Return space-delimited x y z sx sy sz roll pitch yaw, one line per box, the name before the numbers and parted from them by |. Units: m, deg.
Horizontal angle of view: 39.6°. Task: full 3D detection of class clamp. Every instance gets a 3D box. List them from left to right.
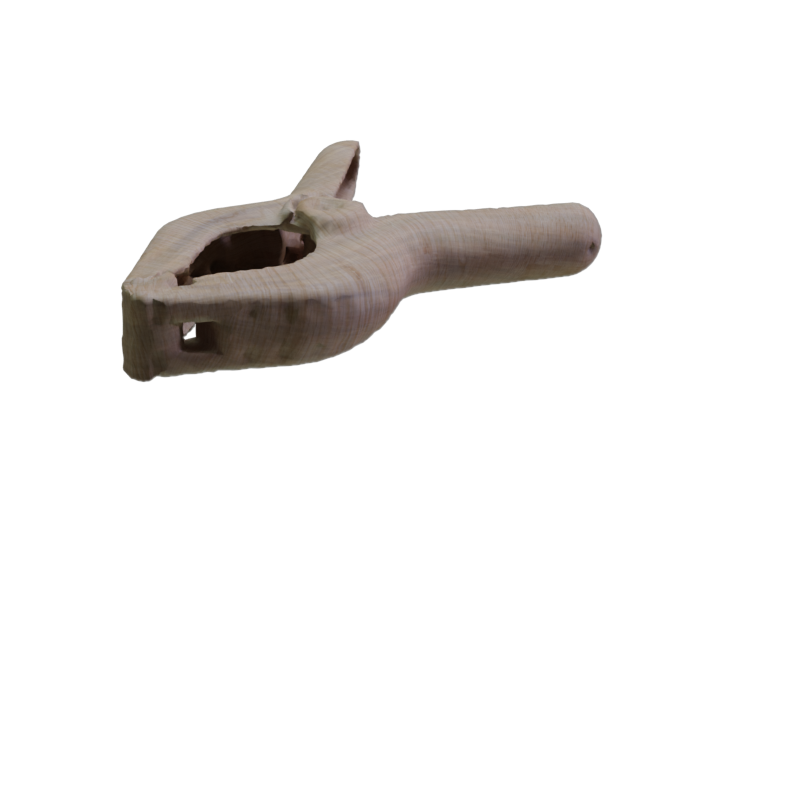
clamp | -0.029 -0.053 0.370 0.168 0.037 0.128 -20 30 -38
